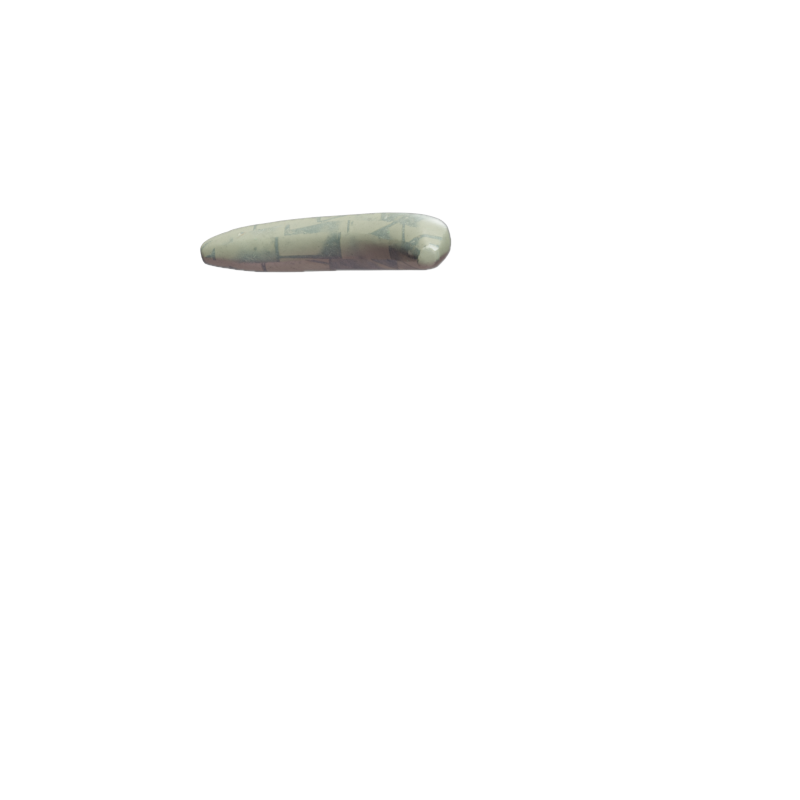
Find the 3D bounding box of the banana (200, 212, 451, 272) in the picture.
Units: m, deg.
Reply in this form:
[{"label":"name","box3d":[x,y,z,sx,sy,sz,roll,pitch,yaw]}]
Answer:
[{"label":"banana","box3d":[-0.039,-0.100,0.701,0.206,0.037,0.067,5,6,41]}]
